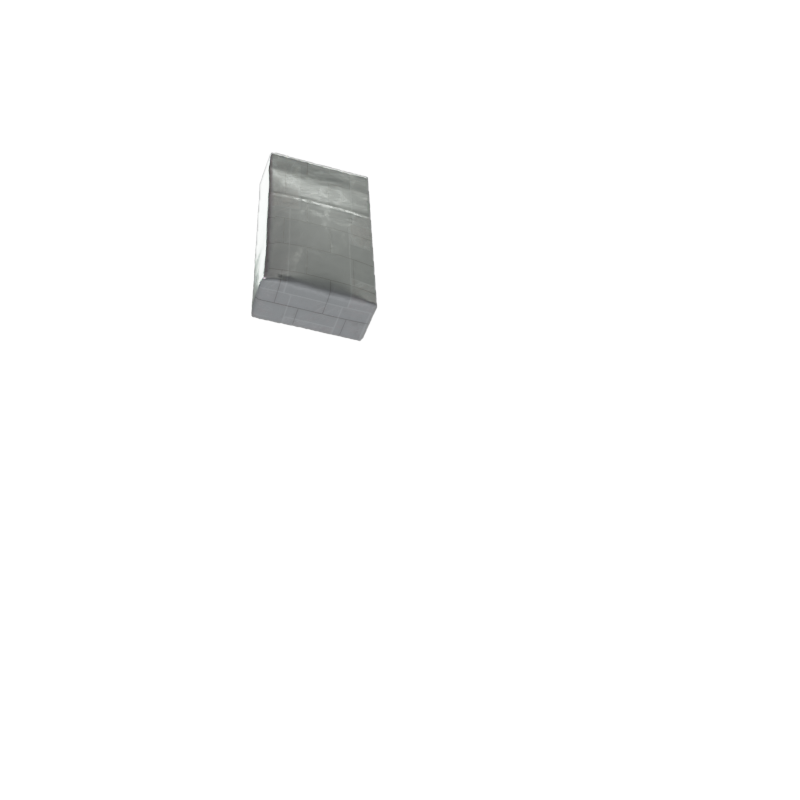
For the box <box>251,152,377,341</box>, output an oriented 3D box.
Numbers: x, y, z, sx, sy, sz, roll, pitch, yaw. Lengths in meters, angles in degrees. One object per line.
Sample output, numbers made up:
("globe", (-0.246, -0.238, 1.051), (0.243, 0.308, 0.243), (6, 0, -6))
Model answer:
("box", (-0.072, -0.130, 0.915), (0.091, 0.046, 0.189), (12, 38, -13))
